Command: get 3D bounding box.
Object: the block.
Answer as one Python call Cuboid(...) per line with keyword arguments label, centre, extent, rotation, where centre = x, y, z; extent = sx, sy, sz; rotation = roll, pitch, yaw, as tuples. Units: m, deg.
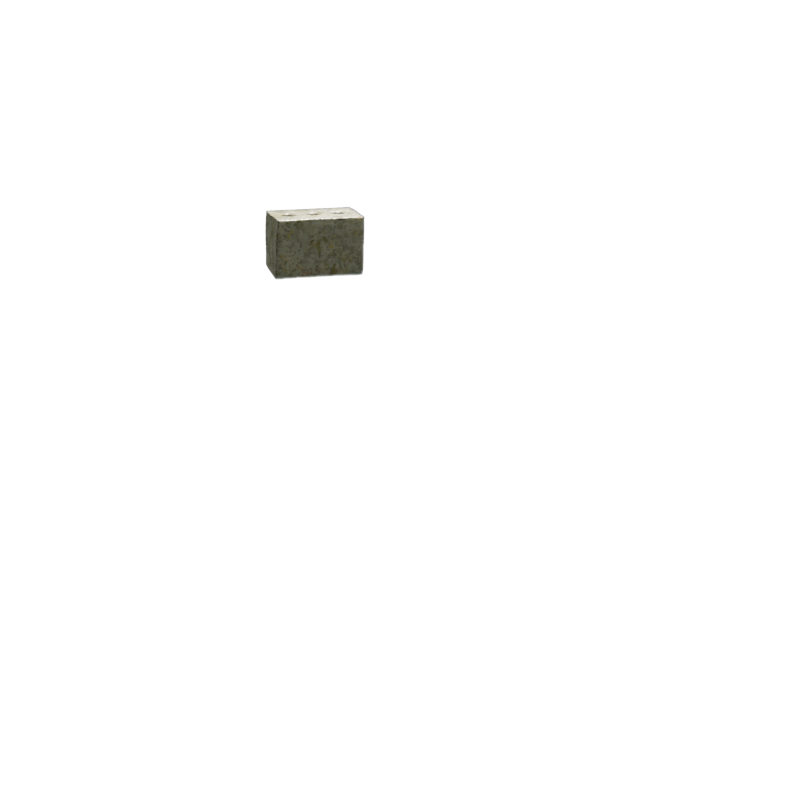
Cuboid(label="block", centre=(-0.075, -0.137, 0.959), extent=(0.077, 0.049, 0.056), rotation=(-5, 18, -15))
